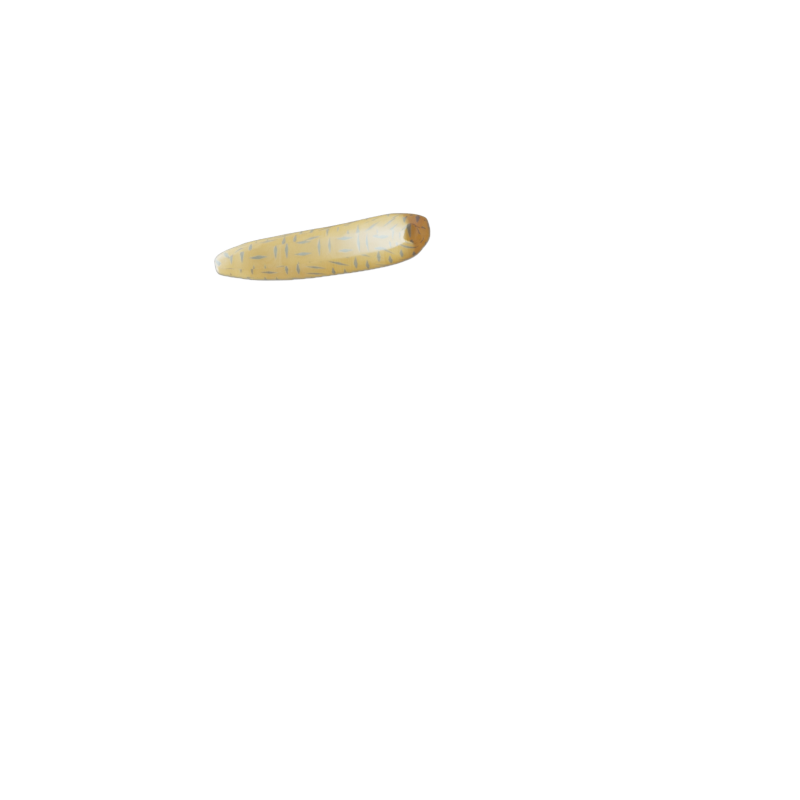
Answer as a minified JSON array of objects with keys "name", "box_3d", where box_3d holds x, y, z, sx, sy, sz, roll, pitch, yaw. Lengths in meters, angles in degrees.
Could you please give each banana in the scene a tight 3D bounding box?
[{"name":"banana","box_3d":[-0.049,-0.115,0.821,0.203,0.038,0.066,-5,-9,39]}]
